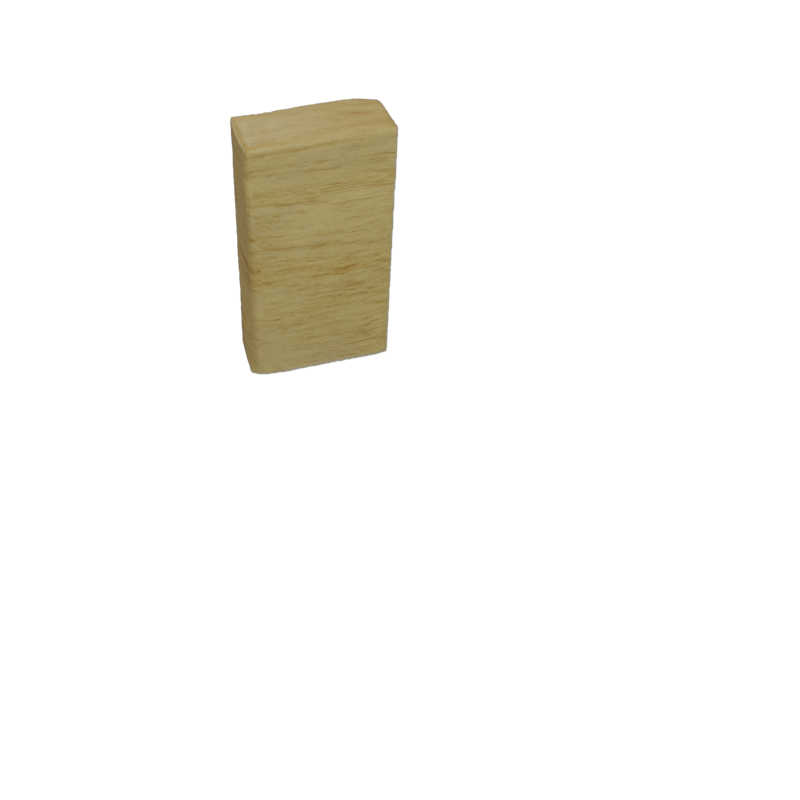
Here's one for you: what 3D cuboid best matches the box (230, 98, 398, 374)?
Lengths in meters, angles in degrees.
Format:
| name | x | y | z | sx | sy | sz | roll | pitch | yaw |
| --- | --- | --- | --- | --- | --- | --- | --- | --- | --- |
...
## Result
| name | x | y | z | sx | sy | sz | roll | pitch | yaw |
| --- | --- | --- | --- | --- | --- | --- | --- | --- | --- |
| box | -0.054 | -0.098 | 0.685 | 0.092 | 0.165 | 0.052 | -10 | 40 | -15 |
